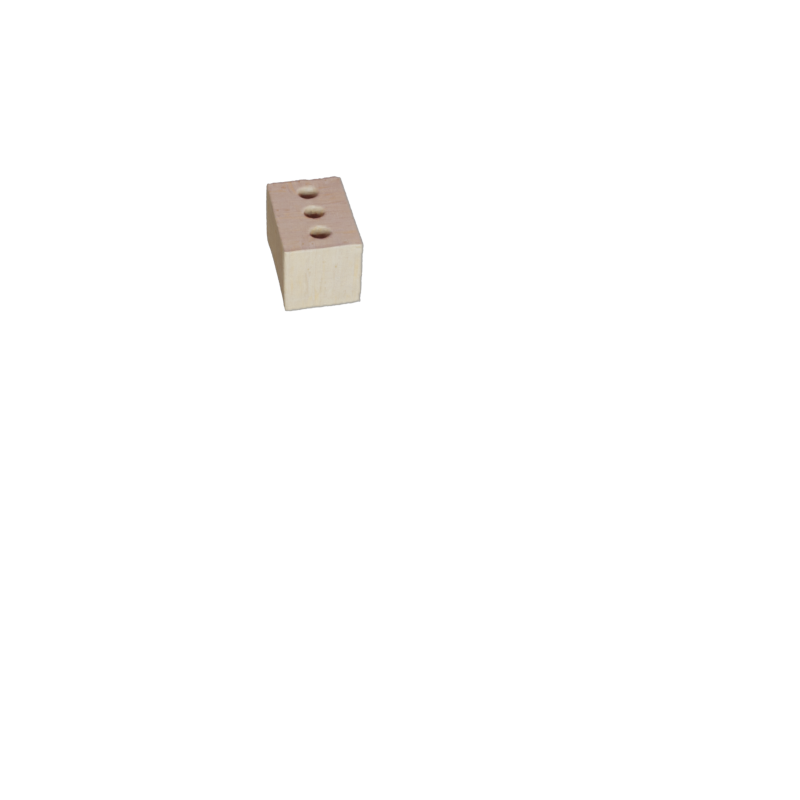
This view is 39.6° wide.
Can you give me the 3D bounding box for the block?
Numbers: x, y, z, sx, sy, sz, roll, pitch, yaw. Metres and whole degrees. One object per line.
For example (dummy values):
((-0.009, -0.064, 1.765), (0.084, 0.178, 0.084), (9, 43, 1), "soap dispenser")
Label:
((-0.058, -0.105, 0.735), (0.052, 0.048, 0.084), (-8, 43, -11), "block")
